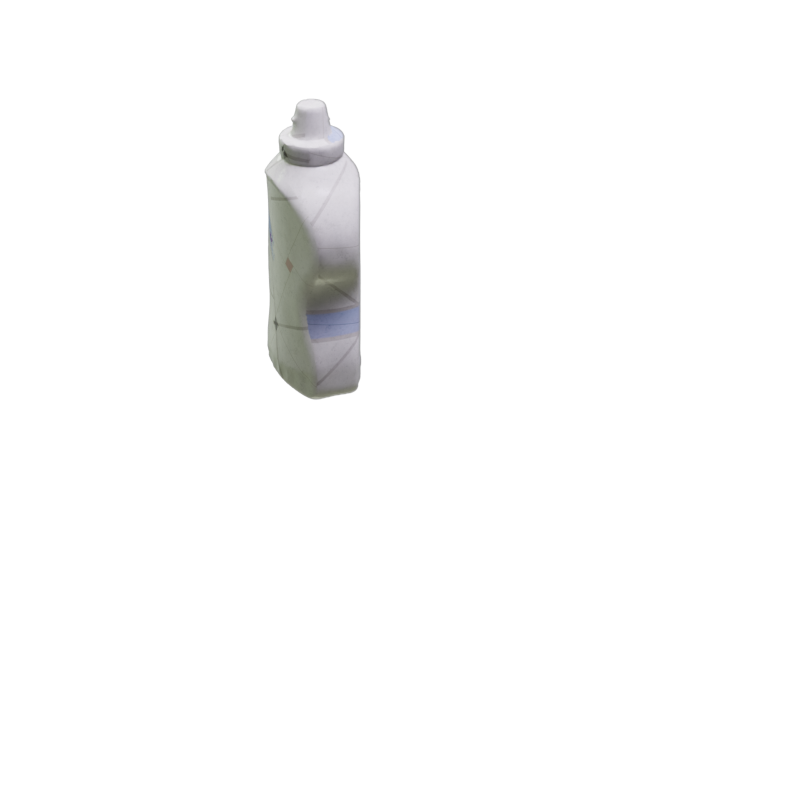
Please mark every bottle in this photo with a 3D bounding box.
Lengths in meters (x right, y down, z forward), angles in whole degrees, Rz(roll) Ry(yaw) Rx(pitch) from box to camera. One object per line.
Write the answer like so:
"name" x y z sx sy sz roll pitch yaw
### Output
"bottle" -0.057 -0.103 0.720 0.057 0.180 0.103 -8 32 -17
